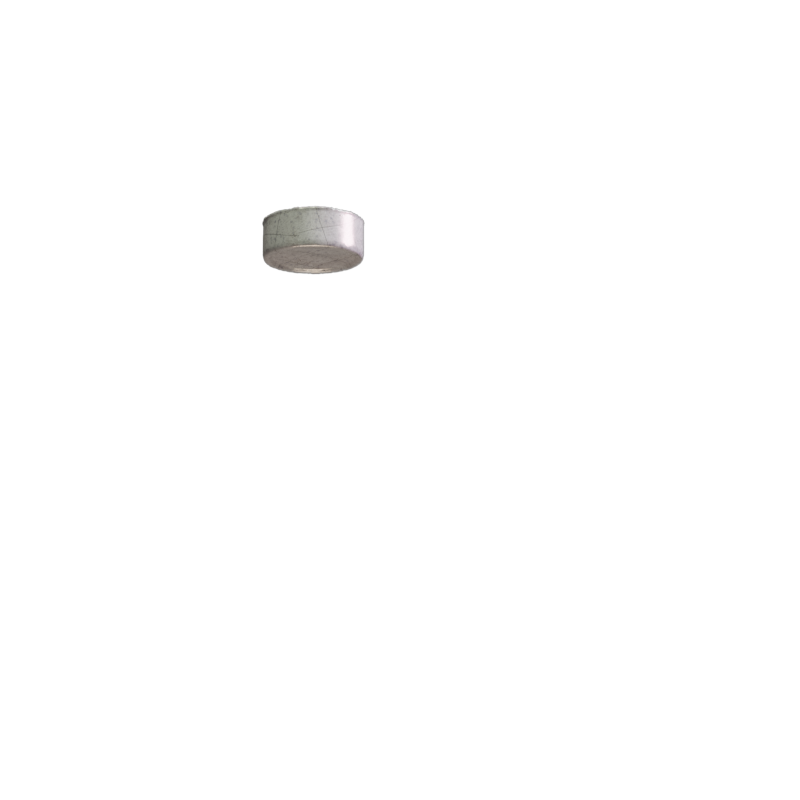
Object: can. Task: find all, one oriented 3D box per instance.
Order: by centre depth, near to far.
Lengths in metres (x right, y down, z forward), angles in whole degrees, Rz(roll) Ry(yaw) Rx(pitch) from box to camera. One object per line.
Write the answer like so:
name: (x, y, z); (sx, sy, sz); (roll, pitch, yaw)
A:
can: (-0.072, -0.132, 0.925); (0.086, 0.035, 0.083); (0, -11, -2)
